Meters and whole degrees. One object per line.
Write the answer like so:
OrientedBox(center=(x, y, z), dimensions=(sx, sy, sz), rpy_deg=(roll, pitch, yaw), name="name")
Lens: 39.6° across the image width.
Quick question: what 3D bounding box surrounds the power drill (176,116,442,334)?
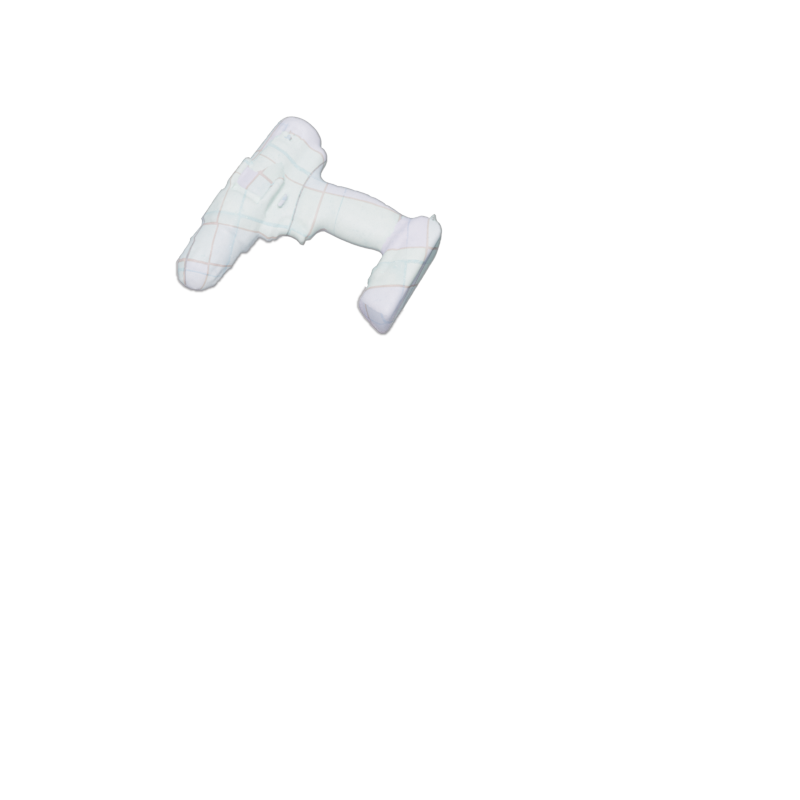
OrientedBox(center=(-0.074, -0.135, 0.946), dimensions=(0.193, 0.188, 0.055), rpy_deg=(30, -18, 11), name="power drill")
